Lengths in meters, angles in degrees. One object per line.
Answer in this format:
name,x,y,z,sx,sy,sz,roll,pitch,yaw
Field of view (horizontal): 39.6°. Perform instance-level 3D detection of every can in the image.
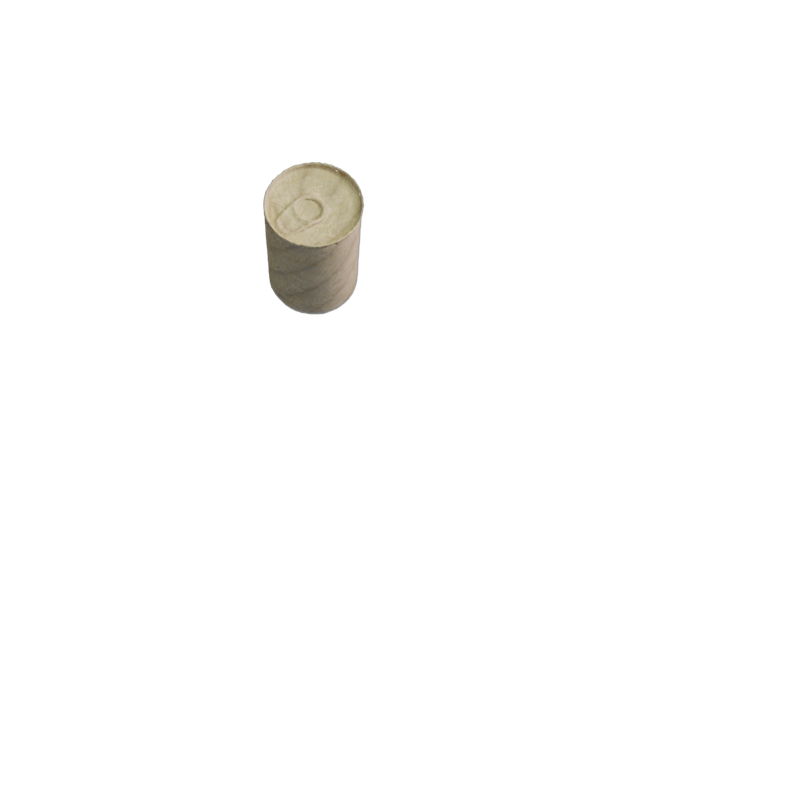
can,-0.062,-0.112,0.788,0.068,0.073,0.096,0,-26,-3
